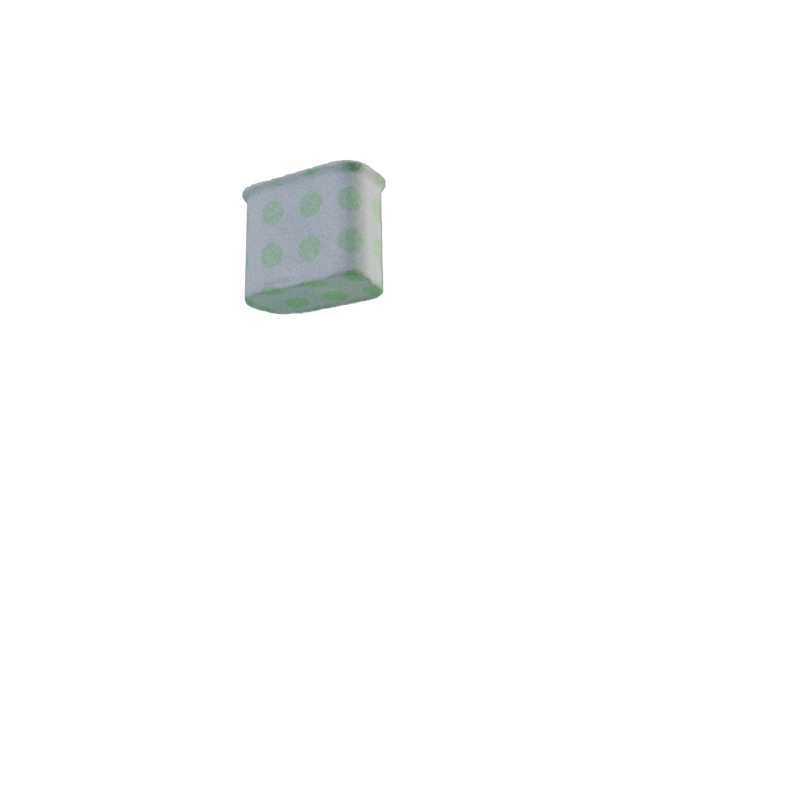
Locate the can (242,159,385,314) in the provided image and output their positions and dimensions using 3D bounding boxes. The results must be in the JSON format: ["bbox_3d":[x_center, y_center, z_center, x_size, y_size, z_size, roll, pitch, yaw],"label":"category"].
[{"bbox_3d":[-0.061,-0.110,0.772,0.104,0.088,0.054,-11,-22,28],"label":"can"}]
